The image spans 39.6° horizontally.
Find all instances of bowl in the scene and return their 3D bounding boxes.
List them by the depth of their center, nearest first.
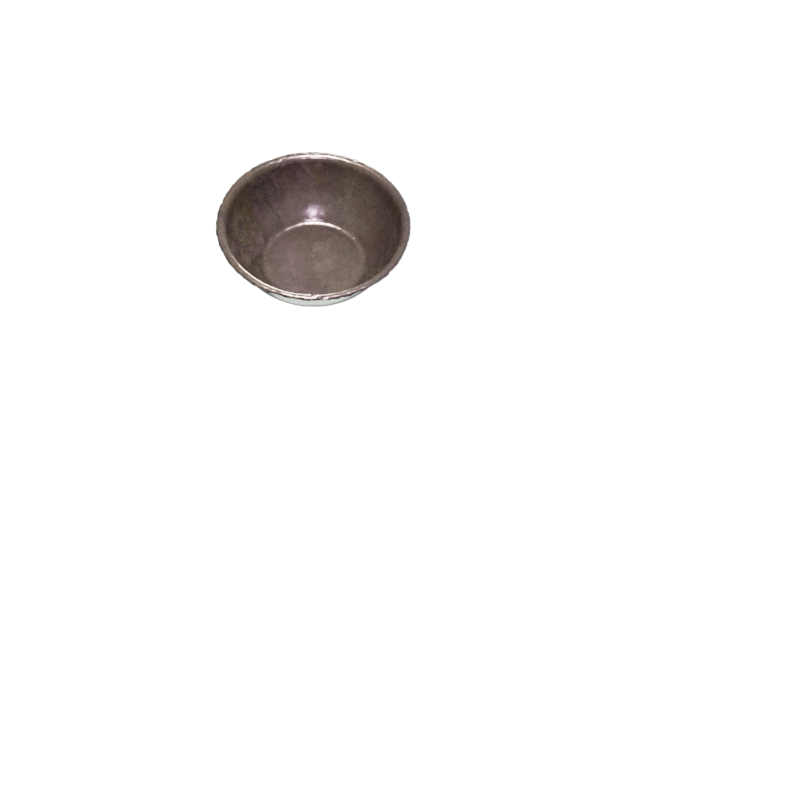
[{"bbox_3d":[-0.073,-0.134,0.938,0.162,0.174,0.051,-1,-37,-1],"label":"bowl"}]
